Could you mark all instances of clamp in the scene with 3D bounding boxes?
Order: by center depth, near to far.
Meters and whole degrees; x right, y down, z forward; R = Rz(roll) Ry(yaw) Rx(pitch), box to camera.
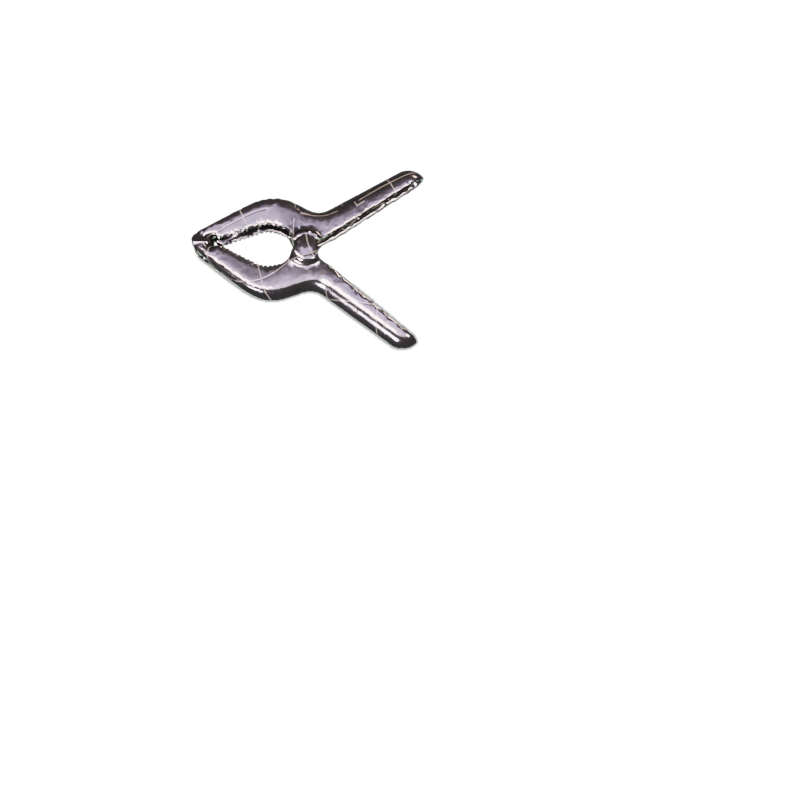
[{"bbox_3d":[-0.077,-0.141,0.986,0.211,0.171,0.035,10,-19,3],"label":"clamp"}]
